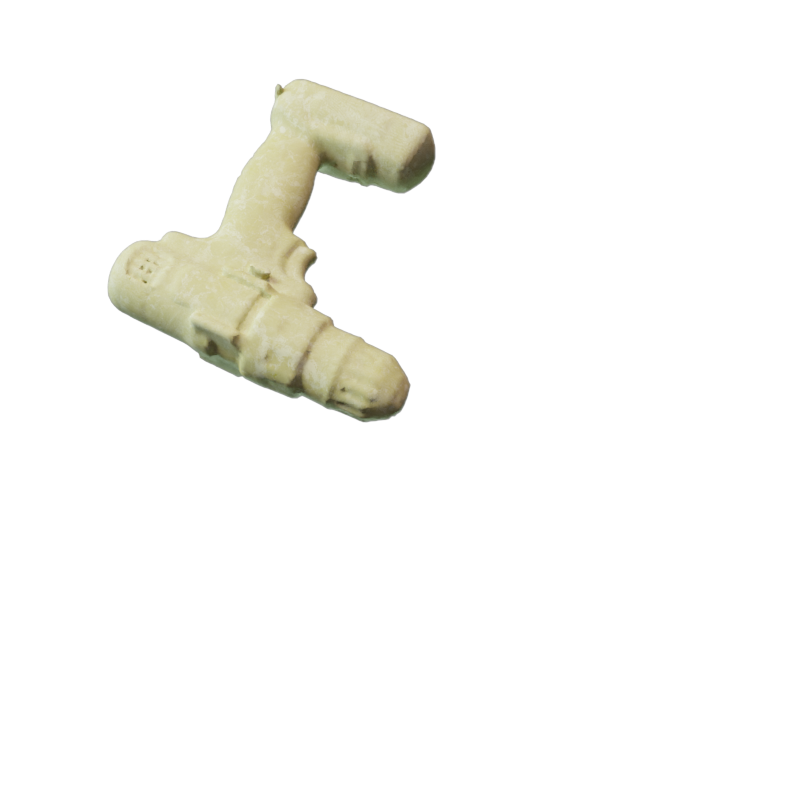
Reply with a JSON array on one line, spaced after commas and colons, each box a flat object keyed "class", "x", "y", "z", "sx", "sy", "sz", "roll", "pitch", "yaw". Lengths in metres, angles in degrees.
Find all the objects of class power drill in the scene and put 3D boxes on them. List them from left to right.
[{"class": "power drill", "x": -0.051, "y": -0.093, "z": 0.649, "sx": 0.190, "sy": 0.194, "sz": 0.054, "roll": 24, "pitch": -29, "yaw": 14}]
